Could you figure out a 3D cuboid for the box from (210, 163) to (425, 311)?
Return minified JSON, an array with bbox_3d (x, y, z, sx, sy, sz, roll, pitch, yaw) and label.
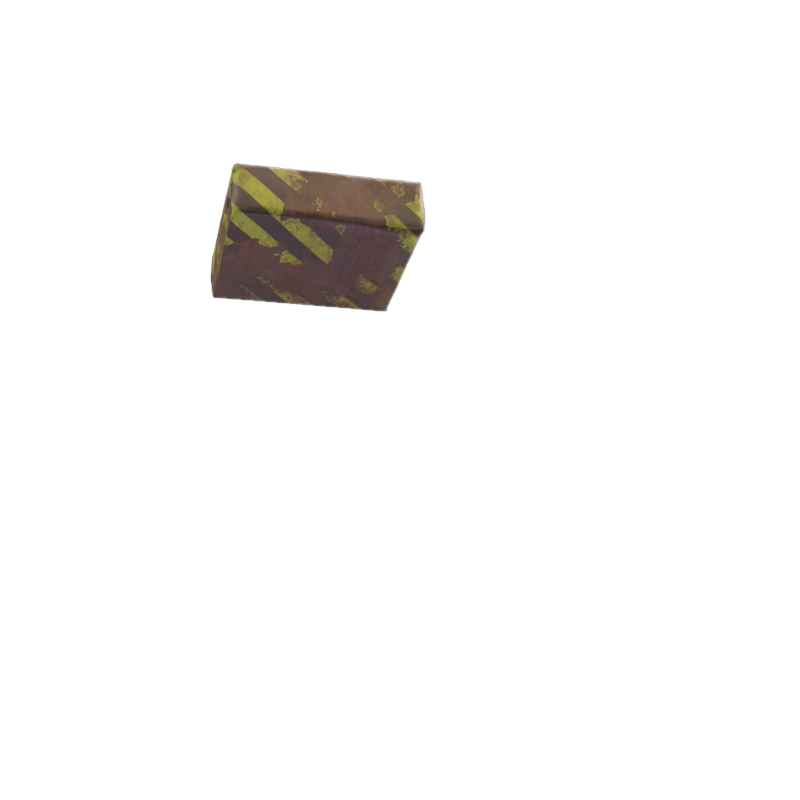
[{"bbox_3d":[-0.051,-0.093,0.653,0.112,0.041,0.086,6,-31,-11],"label":"box"}]
